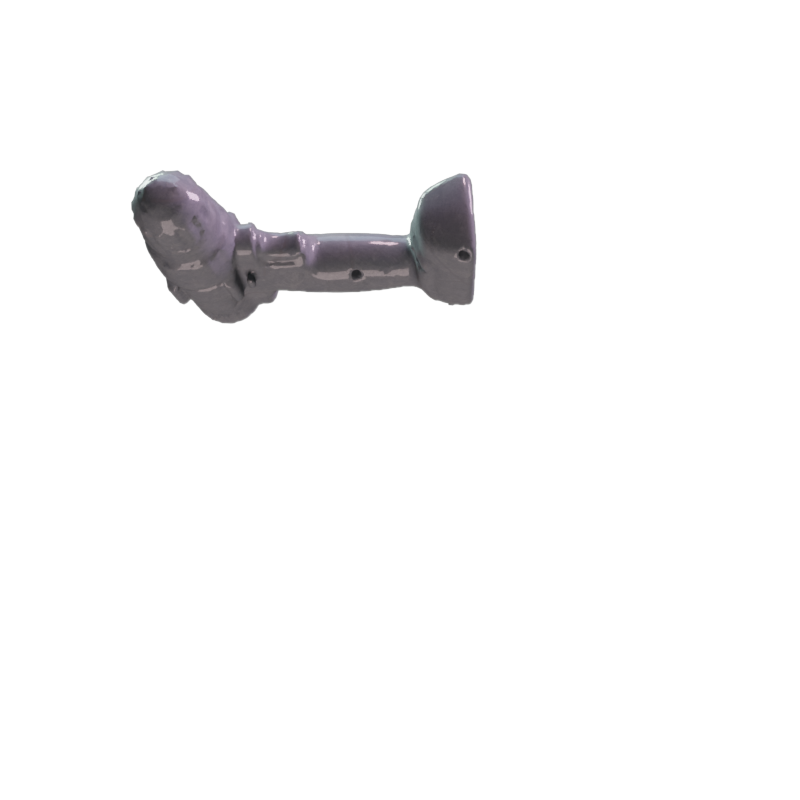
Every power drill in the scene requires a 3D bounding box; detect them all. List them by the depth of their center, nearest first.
[{"bbox_3d":[-0.051,-0.093,0.649,0.189,0.059,0.177,-1,-11,6],"label":"power drill"}]
